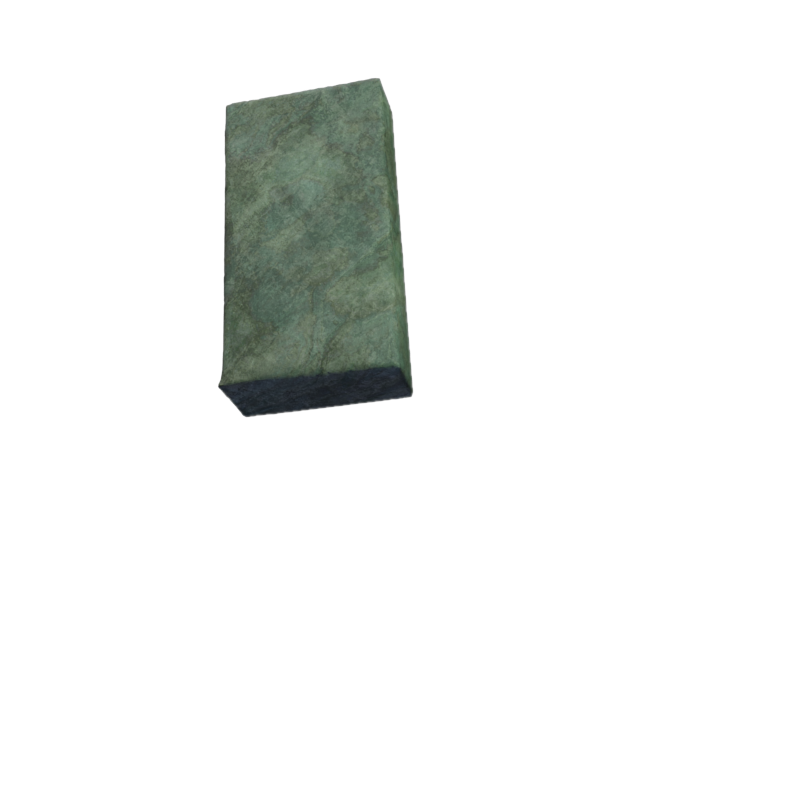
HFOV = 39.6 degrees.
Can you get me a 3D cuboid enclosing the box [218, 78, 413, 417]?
[{"bbox_3d":[-0.046,-0.085,0.593,0.094,0.188,0.045,-8,-30,11],"label":"box"}]
